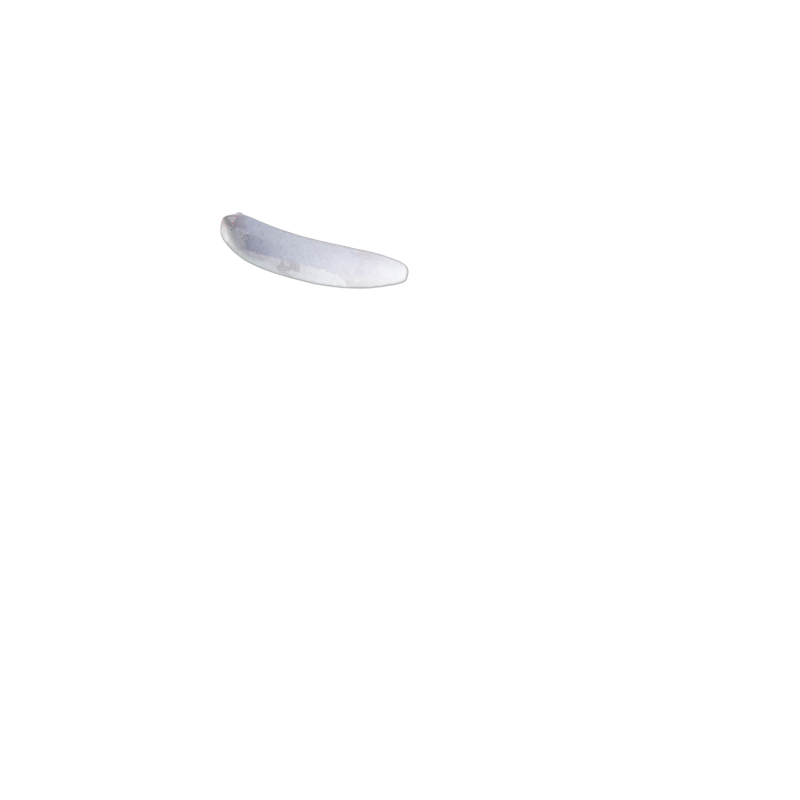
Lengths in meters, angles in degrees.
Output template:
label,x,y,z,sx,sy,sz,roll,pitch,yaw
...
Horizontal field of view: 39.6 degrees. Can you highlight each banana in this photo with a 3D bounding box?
label,x,y,z,sx,sy,sz,roll,pitch,yaw
banana,-0.090,-0.132,0.965,0.209,0.034,0.070,24,39,31
